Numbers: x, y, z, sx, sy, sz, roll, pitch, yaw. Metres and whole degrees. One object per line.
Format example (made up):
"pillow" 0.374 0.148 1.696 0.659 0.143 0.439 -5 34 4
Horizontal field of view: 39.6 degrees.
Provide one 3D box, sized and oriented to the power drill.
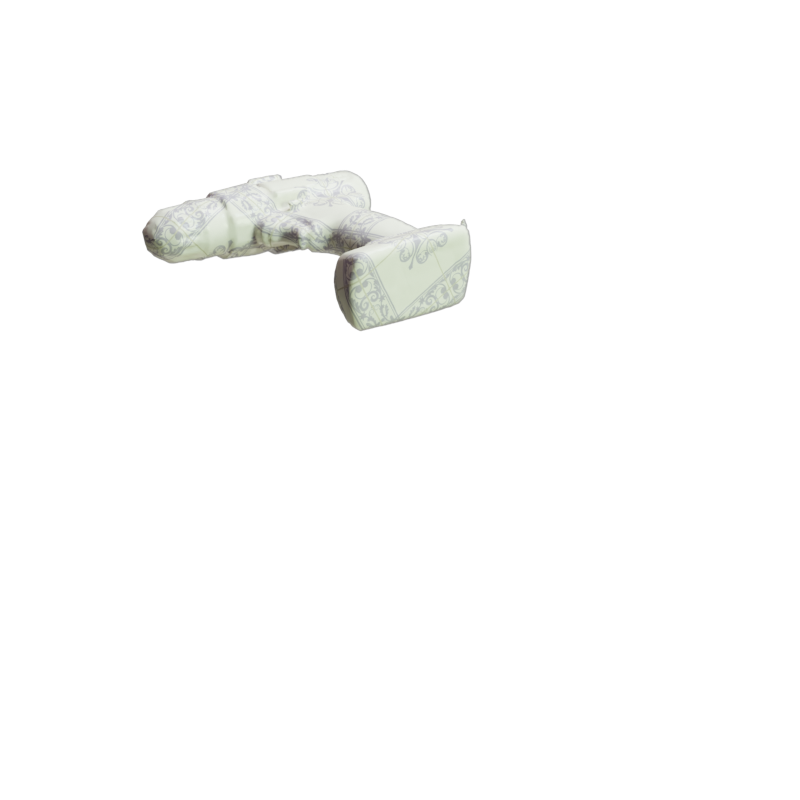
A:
"power drill" -0.059 -0.108 0.760 0.182 0.054 0.201 -19 34 -32
